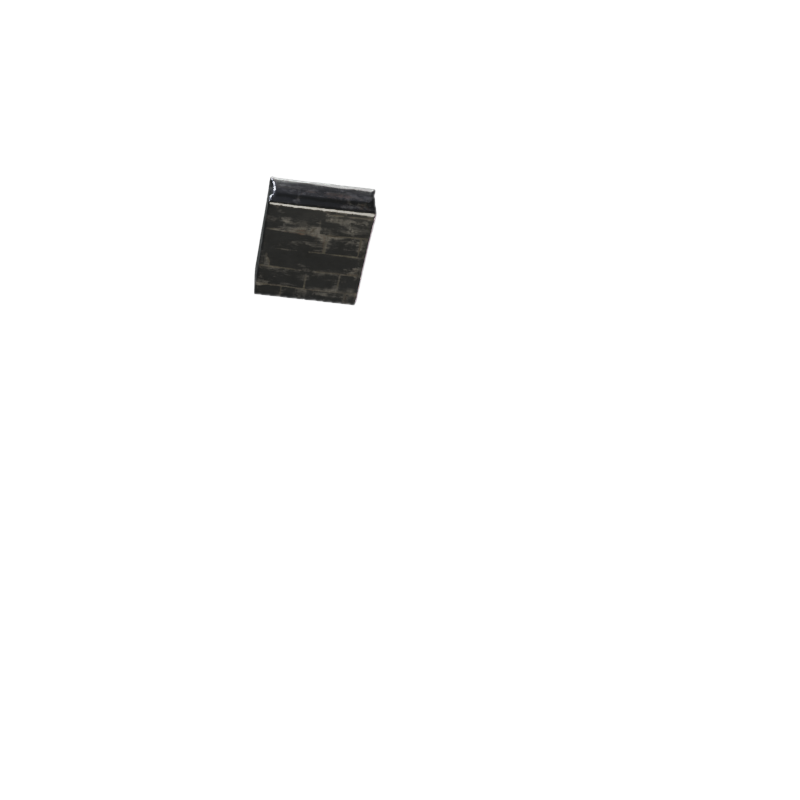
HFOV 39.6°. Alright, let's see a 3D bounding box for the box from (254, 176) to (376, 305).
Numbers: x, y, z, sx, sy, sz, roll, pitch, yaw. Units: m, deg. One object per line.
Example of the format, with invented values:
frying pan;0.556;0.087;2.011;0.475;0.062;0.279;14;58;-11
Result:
box;-0.060;-0.109;0.762;0.072;0.084;0.032;7;44;-7
